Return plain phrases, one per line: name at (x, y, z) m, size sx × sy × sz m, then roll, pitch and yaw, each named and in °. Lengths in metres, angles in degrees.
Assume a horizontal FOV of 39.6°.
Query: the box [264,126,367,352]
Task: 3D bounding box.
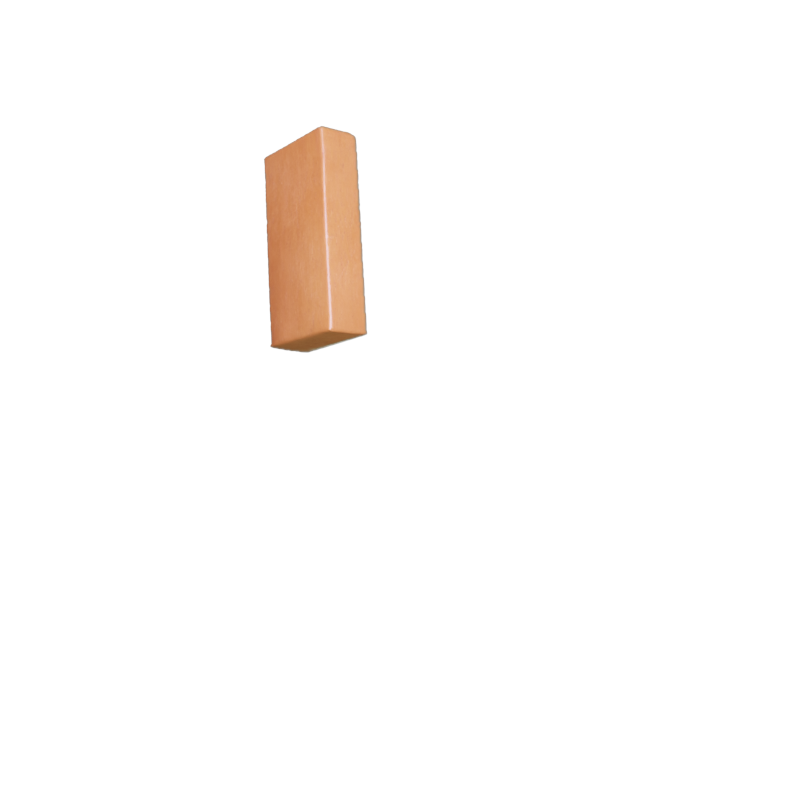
box at (-0.074, -0.135, 0.948) m, size 0.046 × 0.183 × 0.094 m, roll 11°, pitch -19°, yaw -36°
